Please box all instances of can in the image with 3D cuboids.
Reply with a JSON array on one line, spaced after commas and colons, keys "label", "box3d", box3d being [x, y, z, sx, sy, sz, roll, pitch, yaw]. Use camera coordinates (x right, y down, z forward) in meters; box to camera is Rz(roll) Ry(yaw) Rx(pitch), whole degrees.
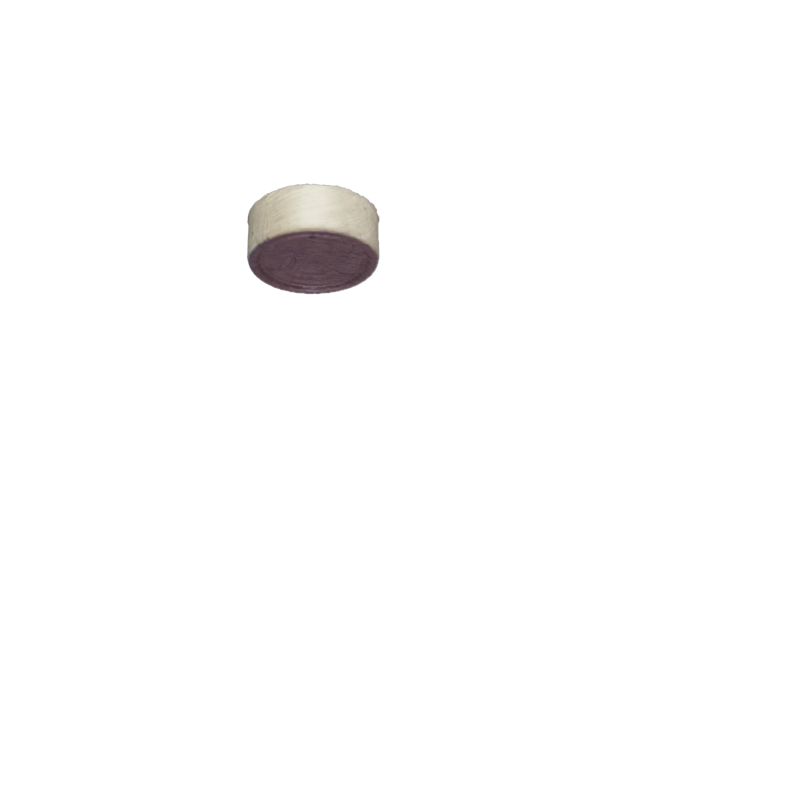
[{"label": "can", "box3d": [-0.056, -0.102, 0.713, 0.086, 0.036, 0.081, 1, -25, -2]}]
